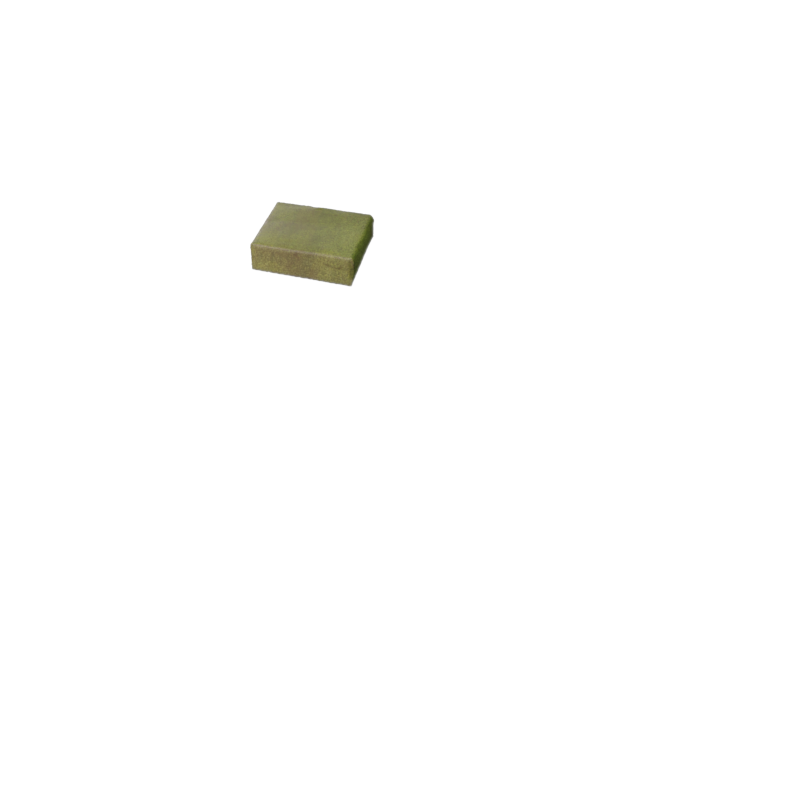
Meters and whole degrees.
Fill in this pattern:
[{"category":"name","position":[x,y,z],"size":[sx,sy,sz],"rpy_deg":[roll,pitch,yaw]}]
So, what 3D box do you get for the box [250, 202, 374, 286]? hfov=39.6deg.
[{"category":"box","position":[-0.073,-0.134,0.937],"size":[0.091,0.028,0.076],"rpy_deg":[9,38,11]}]
